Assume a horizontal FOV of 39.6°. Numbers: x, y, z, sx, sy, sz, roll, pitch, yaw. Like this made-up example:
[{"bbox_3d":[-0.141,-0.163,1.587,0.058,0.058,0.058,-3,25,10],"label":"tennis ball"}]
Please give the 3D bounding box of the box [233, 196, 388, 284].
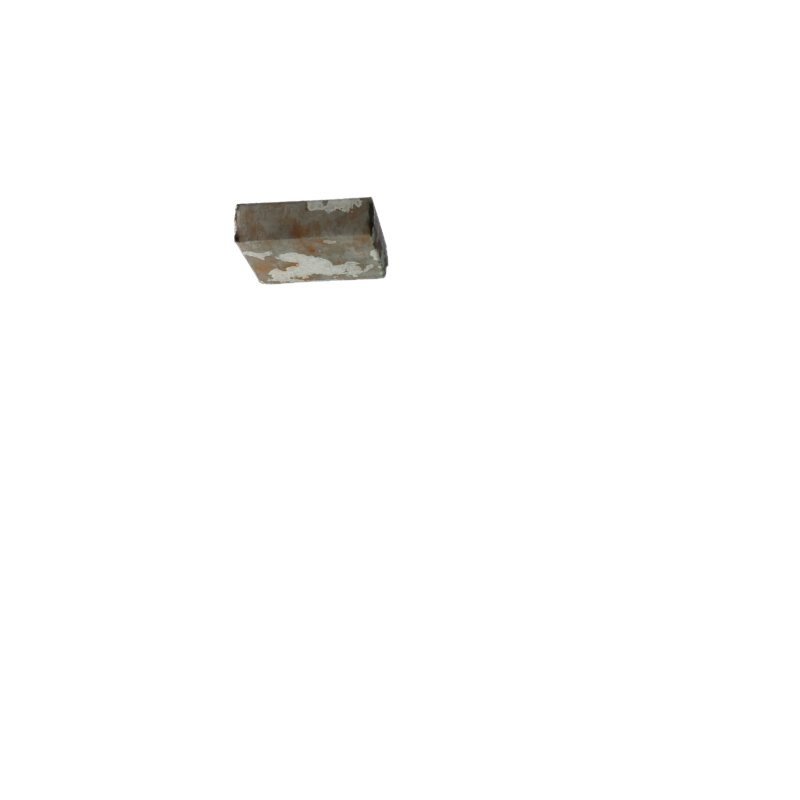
[{"bbox_3d":[-0.071,-0.129,0.904,0.115,0.041,0.085,-3,-19,8],"label":"box"}]
